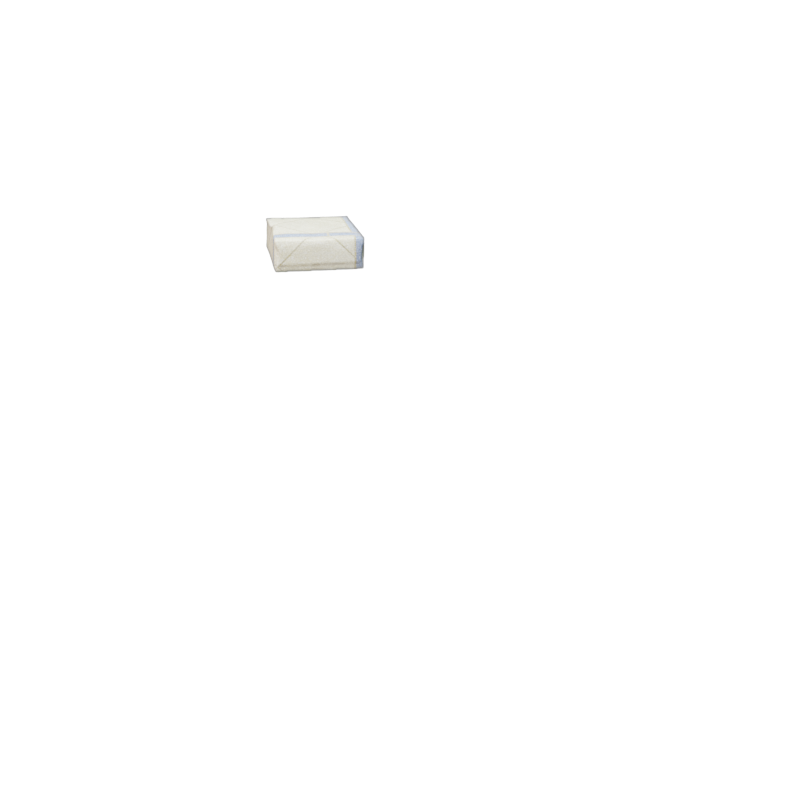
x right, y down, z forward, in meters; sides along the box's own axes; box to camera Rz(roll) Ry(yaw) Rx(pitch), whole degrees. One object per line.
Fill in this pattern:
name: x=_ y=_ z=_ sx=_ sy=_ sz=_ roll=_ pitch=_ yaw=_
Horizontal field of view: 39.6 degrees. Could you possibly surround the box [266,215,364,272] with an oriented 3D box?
box: x=-0.073 y=-0.133 z=0.929 sx=0.072 sy=0.029 sz=0.094 roll=-3 pitch=20 yaw=-9
